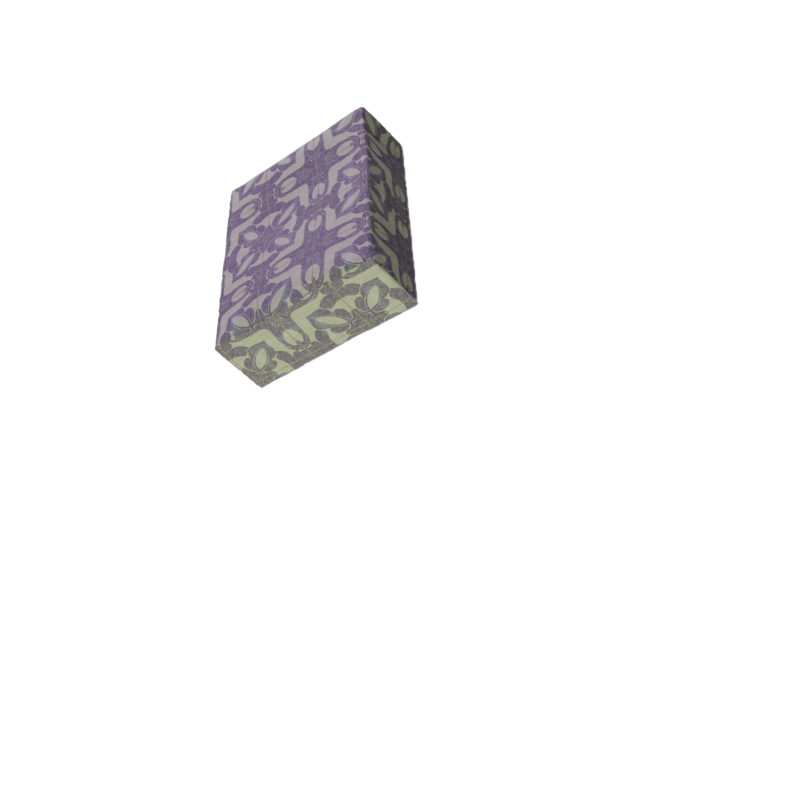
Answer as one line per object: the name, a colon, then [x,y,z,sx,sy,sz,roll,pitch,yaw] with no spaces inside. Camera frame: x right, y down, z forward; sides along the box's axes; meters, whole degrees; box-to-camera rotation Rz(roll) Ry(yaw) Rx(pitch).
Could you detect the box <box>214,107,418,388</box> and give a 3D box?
box: [-0.076,-0.138,0.968,0.164,0.230,0.067,-28,-49,23]
